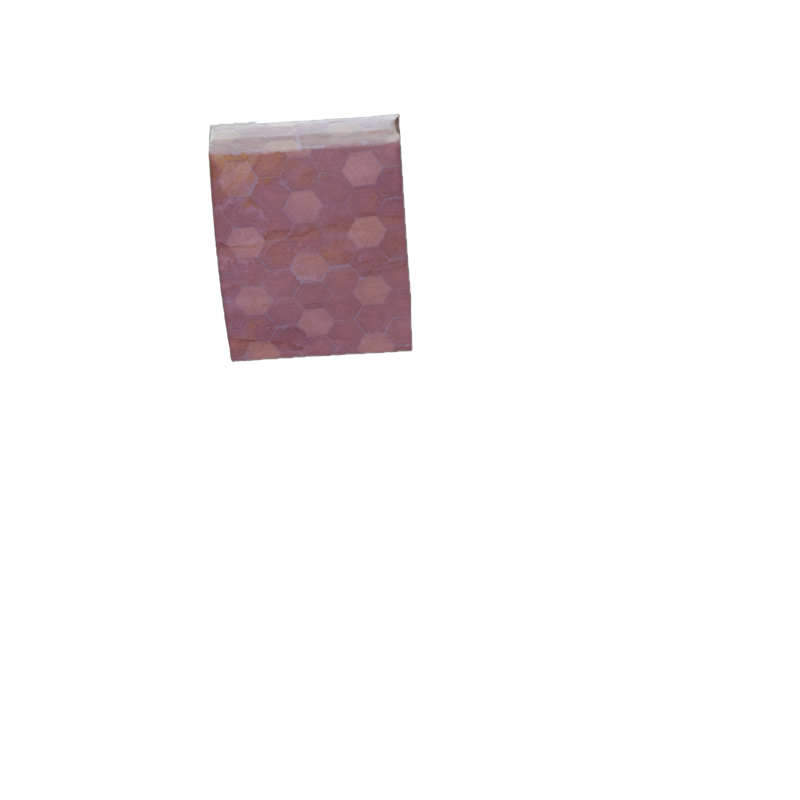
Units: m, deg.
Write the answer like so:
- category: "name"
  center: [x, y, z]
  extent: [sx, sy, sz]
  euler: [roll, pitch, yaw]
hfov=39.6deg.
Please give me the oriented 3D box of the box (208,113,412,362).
- category: "box"
  center: [-0.041, -0.075, 0.523]
  extent: [0.090, 0.107, 0.041]
  euler: [-3, 30, 1]
